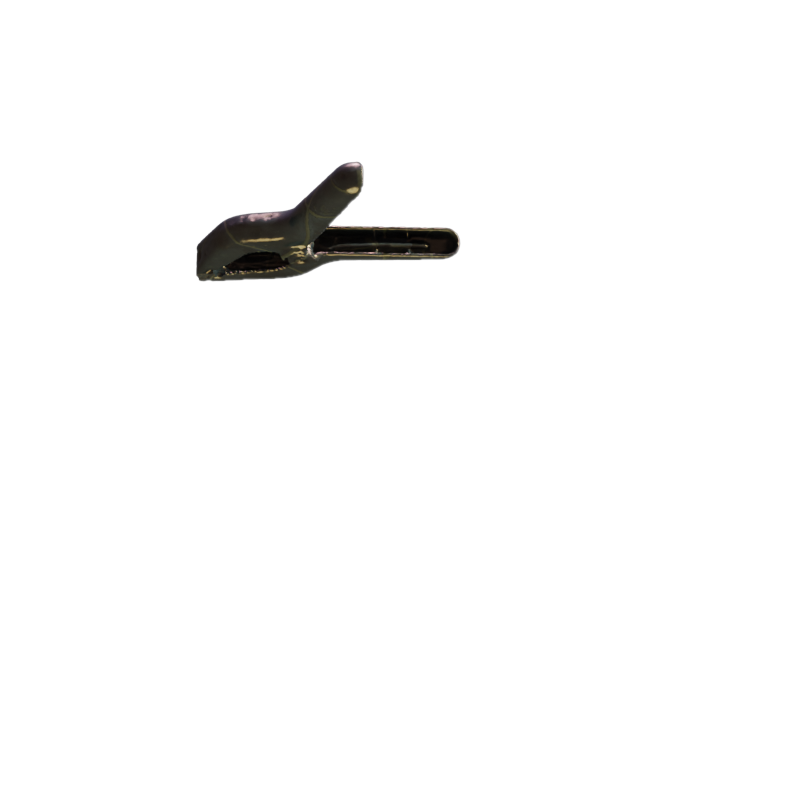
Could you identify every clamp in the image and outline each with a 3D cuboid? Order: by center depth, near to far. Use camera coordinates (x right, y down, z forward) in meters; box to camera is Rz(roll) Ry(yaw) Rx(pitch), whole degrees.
[{"bbox_3d":[-0.068,-0.125,0.874,0.214,0.038,0.154,-12,-19,35],"label":"clamp"}]
